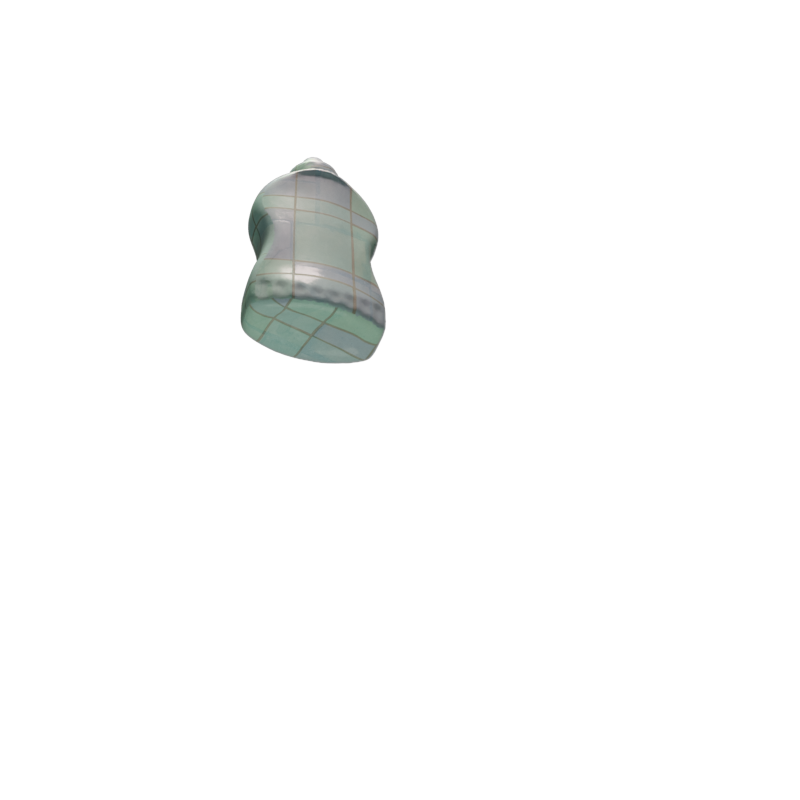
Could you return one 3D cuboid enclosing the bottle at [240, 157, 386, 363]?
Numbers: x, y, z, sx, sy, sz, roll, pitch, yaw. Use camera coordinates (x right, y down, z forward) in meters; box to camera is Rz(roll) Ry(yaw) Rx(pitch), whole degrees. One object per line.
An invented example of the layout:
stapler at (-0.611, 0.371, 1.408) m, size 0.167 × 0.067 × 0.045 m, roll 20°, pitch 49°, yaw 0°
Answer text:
bottle at (-0.063, -0.115, 0.806) m, size 0.094 × 0.206 × 0.055 m, roll 10°, pitch -47°, yaw -13°
